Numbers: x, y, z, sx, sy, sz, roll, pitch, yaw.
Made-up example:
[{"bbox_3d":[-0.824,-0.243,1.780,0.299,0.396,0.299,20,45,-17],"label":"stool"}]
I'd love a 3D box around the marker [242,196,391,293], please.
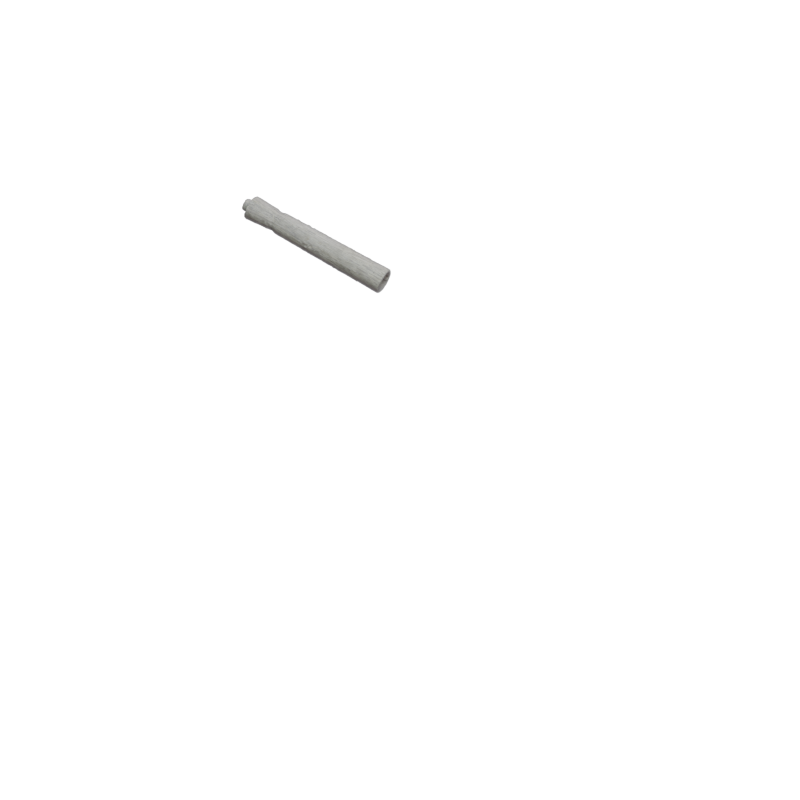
[{"bbox_3d":[-0.062,-0.114,0.798,0.126,0.019,0.019,31,13,18],"label":"marker"}]
